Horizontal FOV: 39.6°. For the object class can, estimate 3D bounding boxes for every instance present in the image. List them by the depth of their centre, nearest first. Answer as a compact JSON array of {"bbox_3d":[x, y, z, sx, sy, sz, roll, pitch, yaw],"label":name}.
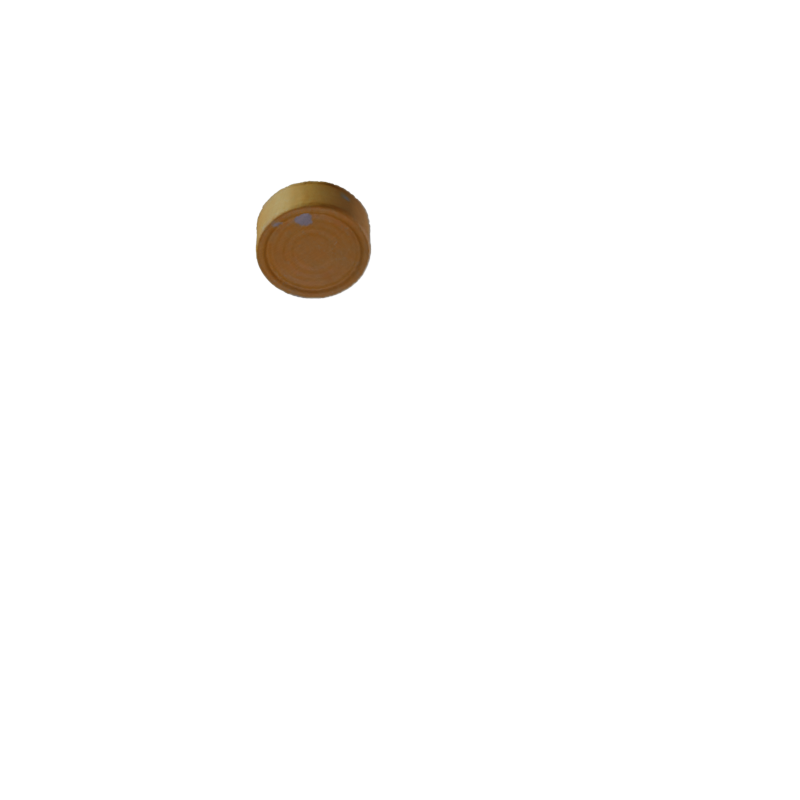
[{"bbox_3d":[-0.064,-0.117,0.819,0.086,0.080,0.036,1,38,-1],"label":"can"}]
